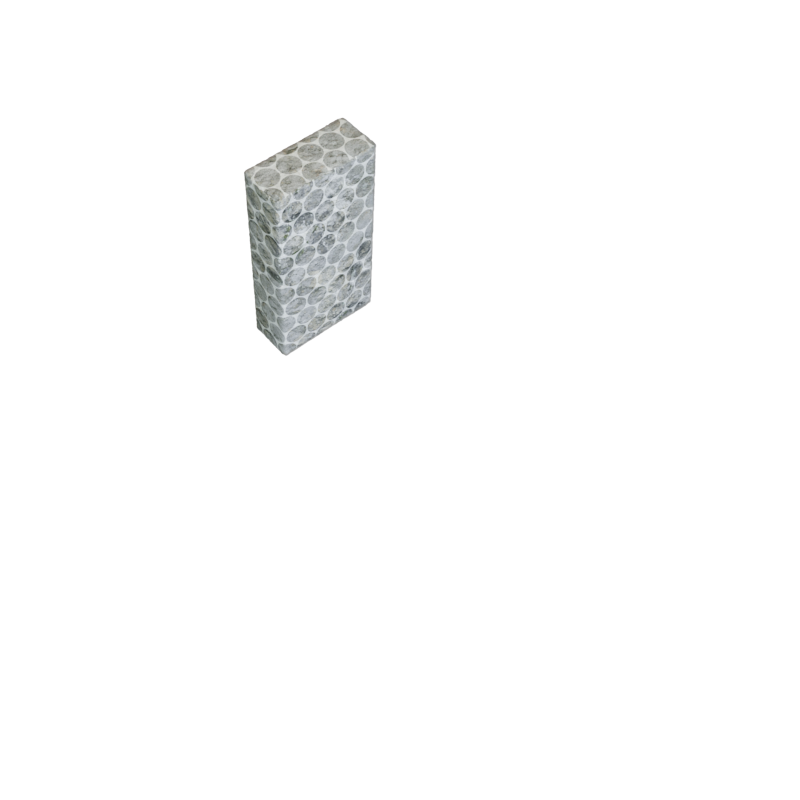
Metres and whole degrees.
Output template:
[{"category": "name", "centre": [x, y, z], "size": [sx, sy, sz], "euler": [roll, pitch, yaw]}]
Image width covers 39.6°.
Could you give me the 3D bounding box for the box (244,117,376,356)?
[{"category": "box", "centre": [-0.066, -0.119, 0.839], "size": [0.094, 0.051, 0.165], "euler": [-34, -26, -25]}]
